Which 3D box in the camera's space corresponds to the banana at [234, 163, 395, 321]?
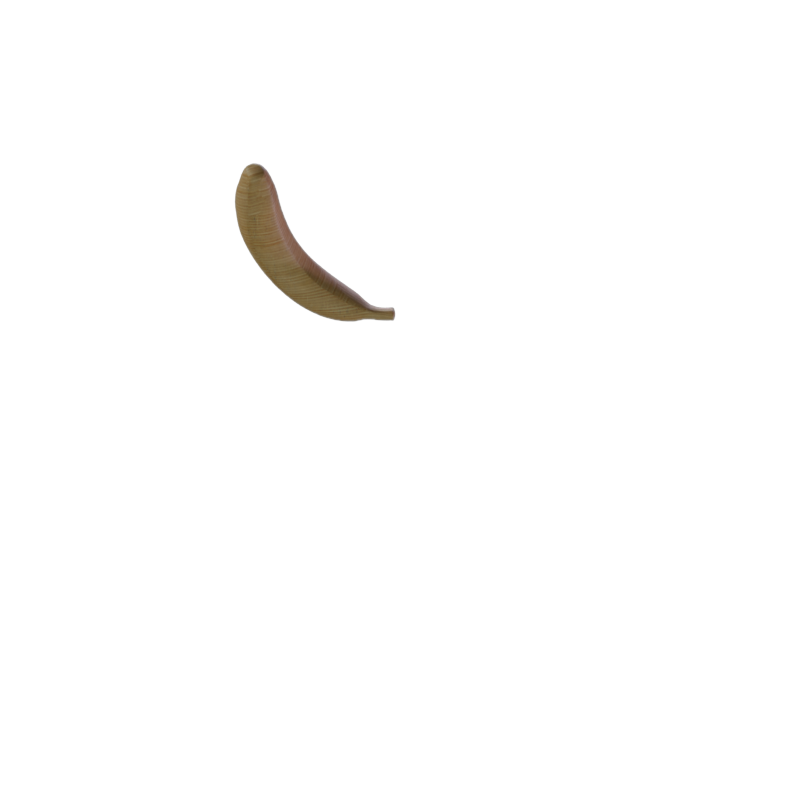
[{"bbox_3d":[-0.083,-0.118,0.892,0.070,0.039,0.183,-25,-46,25],"label":"banana"}]
